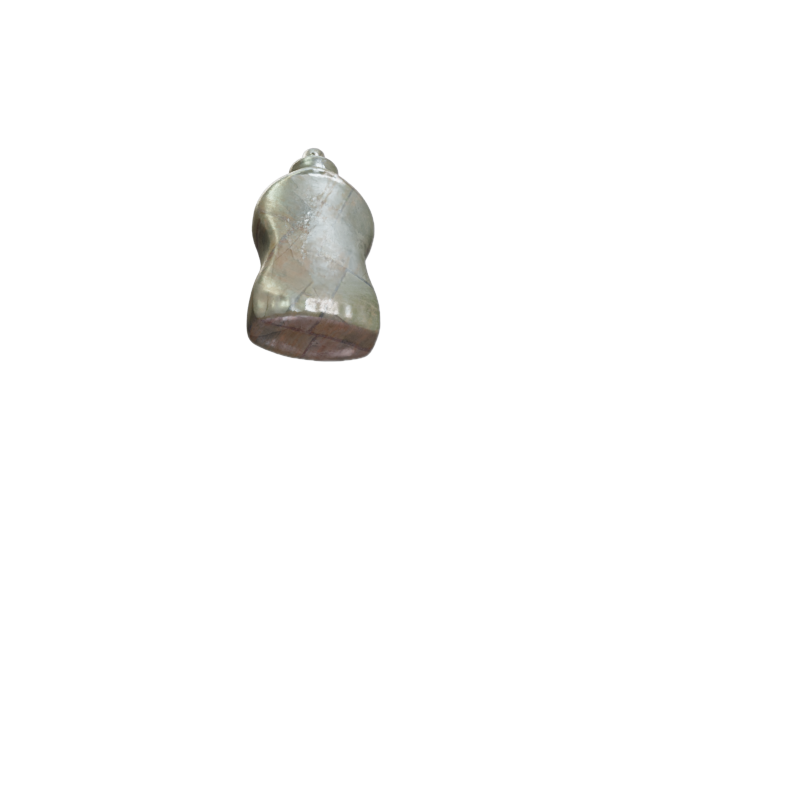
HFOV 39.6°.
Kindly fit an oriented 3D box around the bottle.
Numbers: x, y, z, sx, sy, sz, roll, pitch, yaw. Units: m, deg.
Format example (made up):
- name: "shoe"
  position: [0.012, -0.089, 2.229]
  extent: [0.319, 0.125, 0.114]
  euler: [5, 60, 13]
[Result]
- name: "bottle"
  position: [-0.067, -0.123, 0.861]
  extent: [0.095, 0.206, 0.055]
  euler: [5, -39, -10]
